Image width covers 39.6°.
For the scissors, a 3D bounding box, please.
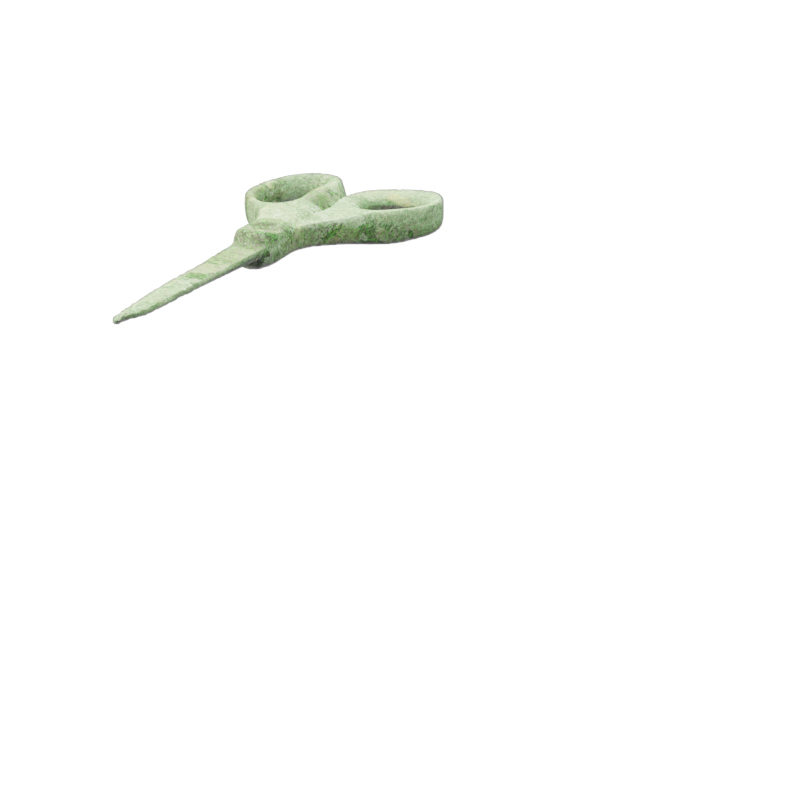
[{"bbox_3d":[-0.033,-0.061,0.428,0.097,0.015,0.209,2,23,4],"label":"scissors"}]
